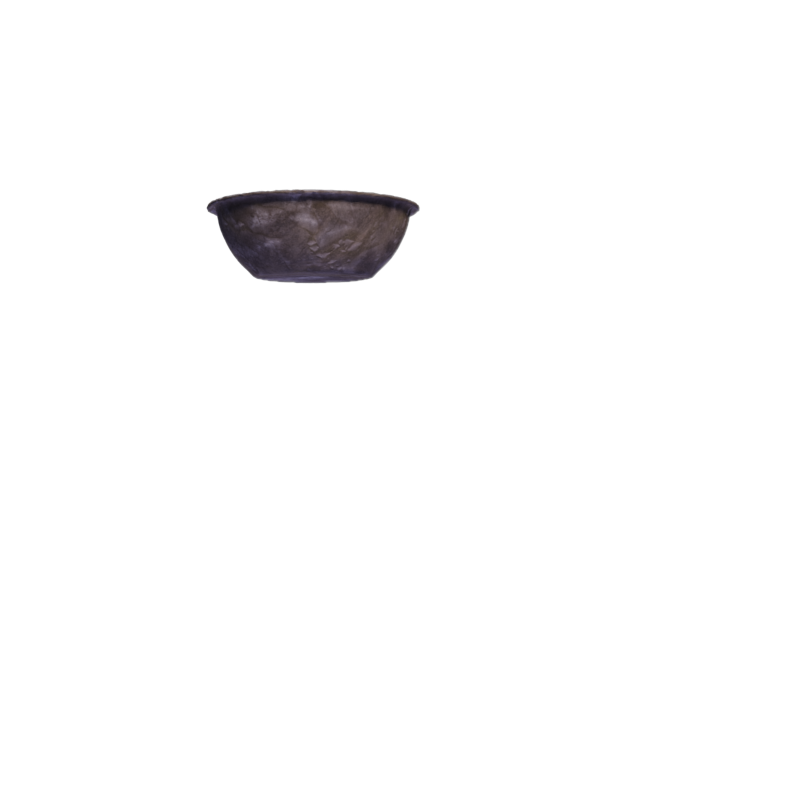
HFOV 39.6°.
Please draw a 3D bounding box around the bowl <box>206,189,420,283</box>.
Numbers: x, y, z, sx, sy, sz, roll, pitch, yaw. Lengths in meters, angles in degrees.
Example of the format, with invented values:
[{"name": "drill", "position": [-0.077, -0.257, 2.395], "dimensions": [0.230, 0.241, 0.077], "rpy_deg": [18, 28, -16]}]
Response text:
[{"name": "bowl", "position": [-0.066, -0.120, 0.839], "dimensions": [0.162, 0.056, 0.161], "rpy_deg": [0, 0, -2]}]
